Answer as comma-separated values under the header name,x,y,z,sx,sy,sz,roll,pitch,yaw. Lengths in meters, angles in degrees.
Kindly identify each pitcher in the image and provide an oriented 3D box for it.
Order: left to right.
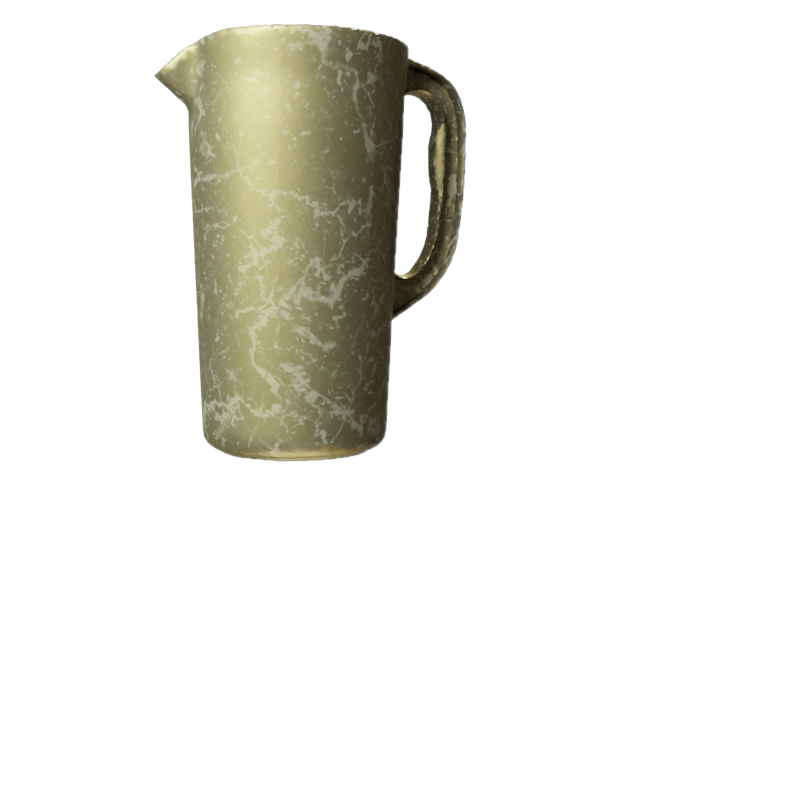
name,x,y,z,sx,sy,sz,roll,pitch,yaw
pitcher,-0.051,-0.094,0.656,0.154,0.243,0.141,1,1,25
